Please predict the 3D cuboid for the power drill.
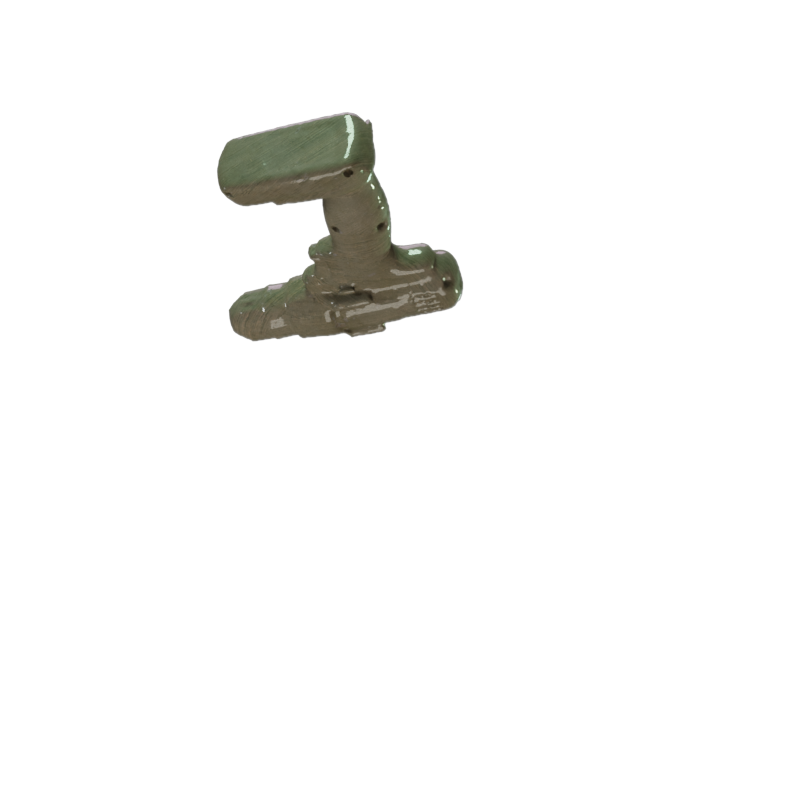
[{"bbox_3d":[-0.063,-0.114,0.800,0.186,0.061,0.173,-11,-37,14],"label":"power drill"}]
